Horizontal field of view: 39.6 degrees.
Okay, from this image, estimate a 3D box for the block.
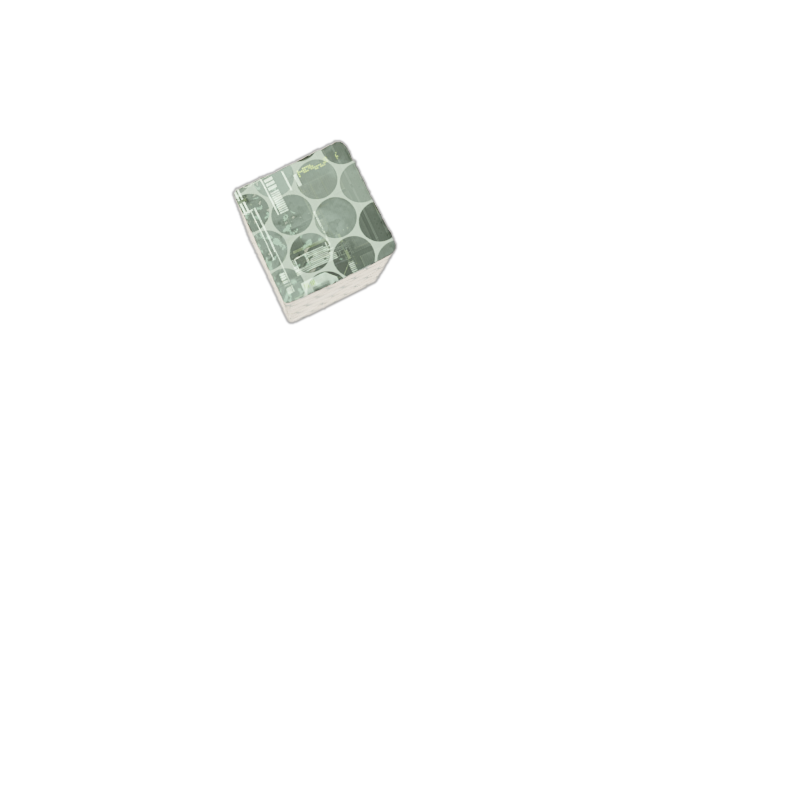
[{"bbox_3d":[-0.068,-0.125,0.874,0.090,0.092,0.204,-26,0,-4],"label":"block"}]
